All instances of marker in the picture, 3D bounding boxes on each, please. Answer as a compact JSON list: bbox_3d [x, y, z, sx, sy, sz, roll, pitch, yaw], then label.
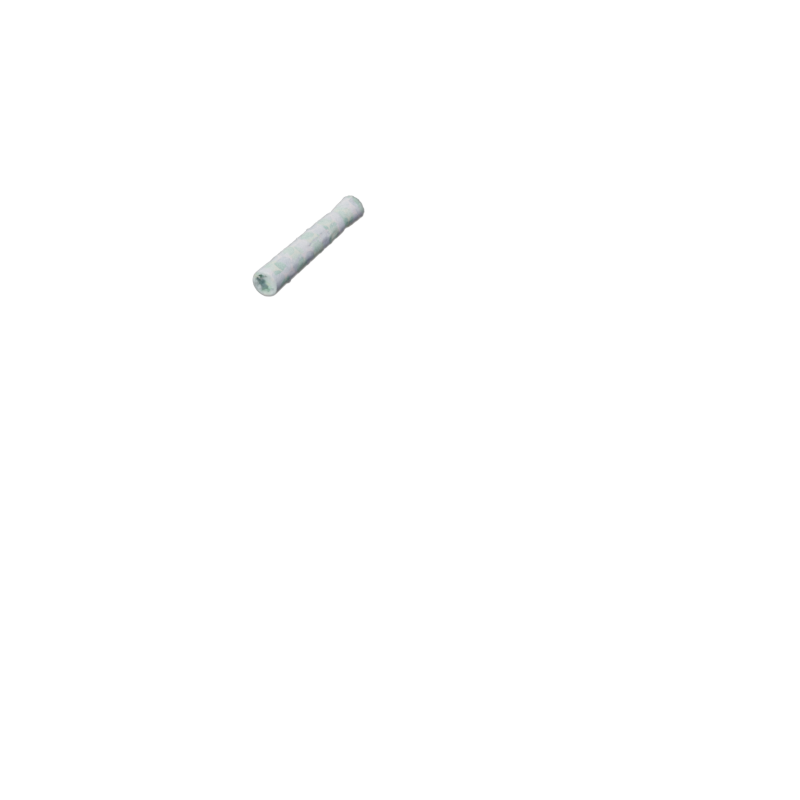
[{"bbox_3d":[-0.058,-0.106,0.740,0.020,0.019,0.124,2,33,31],"label":"marker"}]
